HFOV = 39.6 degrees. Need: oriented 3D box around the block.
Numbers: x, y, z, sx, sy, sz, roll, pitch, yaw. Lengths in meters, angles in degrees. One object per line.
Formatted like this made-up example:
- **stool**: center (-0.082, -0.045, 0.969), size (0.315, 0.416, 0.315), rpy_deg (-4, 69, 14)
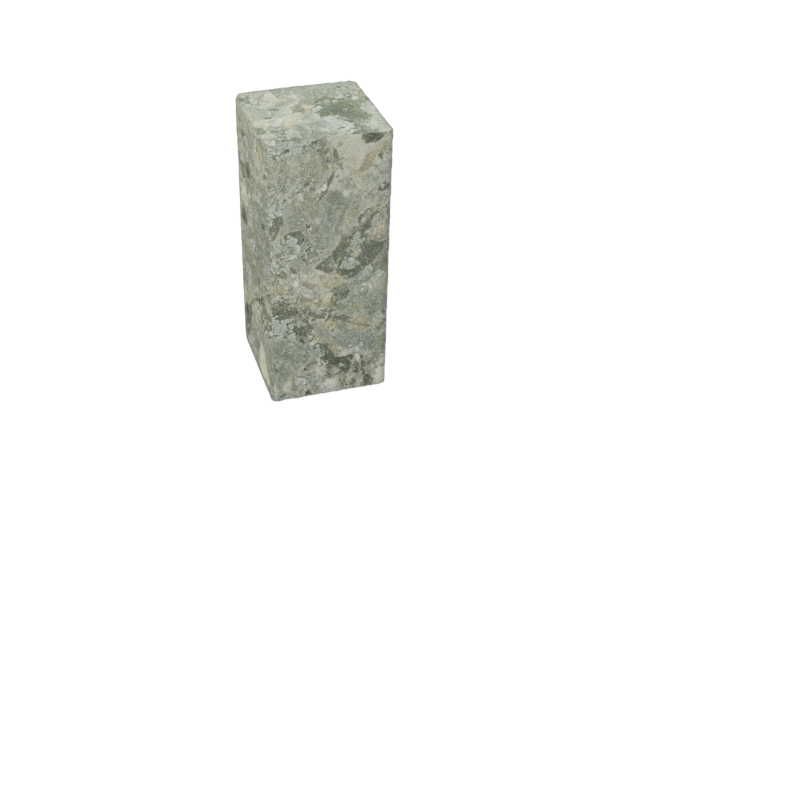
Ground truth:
- **block**: center (-0.063, -0.114, 0.797), size (0.089, 0.193, 0.098), rpy_deg (-9, 35, -16)
